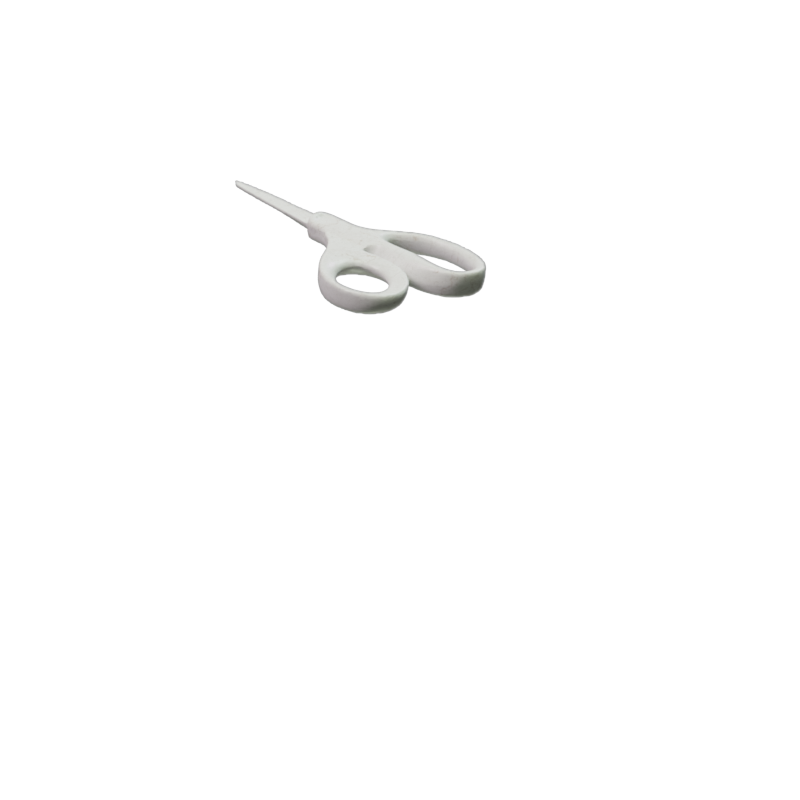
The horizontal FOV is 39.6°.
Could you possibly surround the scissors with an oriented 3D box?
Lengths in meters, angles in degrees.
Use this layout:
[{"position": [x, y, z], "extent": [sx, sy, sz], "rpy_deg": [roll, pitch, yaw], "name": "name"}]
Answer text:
[{"position": [-0.049, -0.089, 0.623], "extent": [0.213, 0.015, 0.096], "rpy_deg": [21, 35, 33], "name": "scissors"}]
